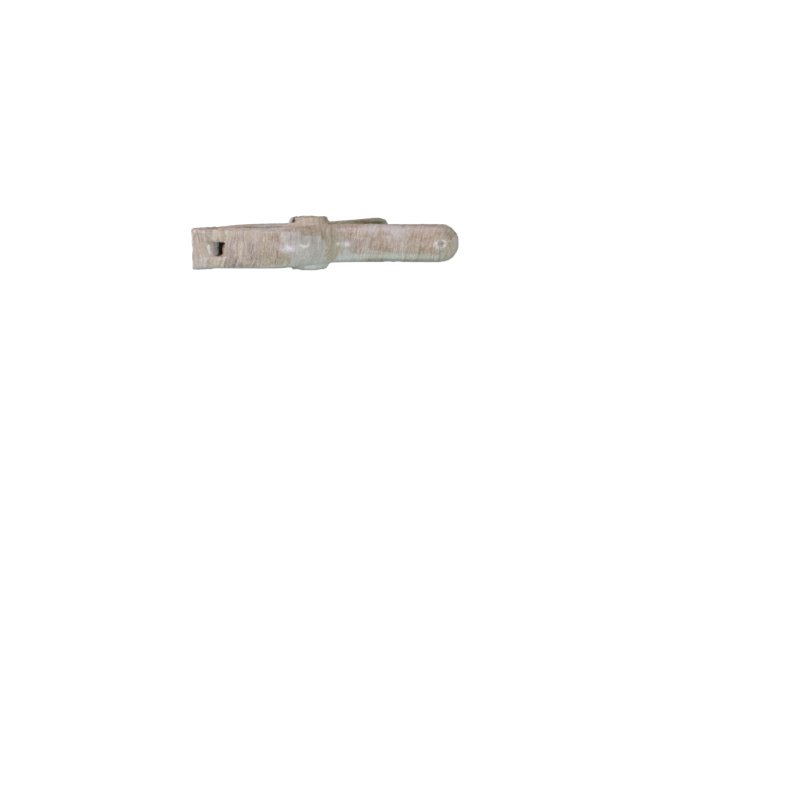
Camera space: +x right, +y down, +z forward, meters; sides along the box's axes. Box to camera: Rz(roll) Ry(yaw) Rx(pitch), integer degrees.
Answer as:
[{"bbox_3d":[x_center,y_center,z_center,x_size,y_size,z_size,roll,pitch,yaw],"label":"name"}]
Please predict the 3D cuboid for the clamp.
[{"bbox_3d":[-0.059,-0.108,0.753,0.168,0.039,0.123,-1,6,-14],"label":"clamp"}]
